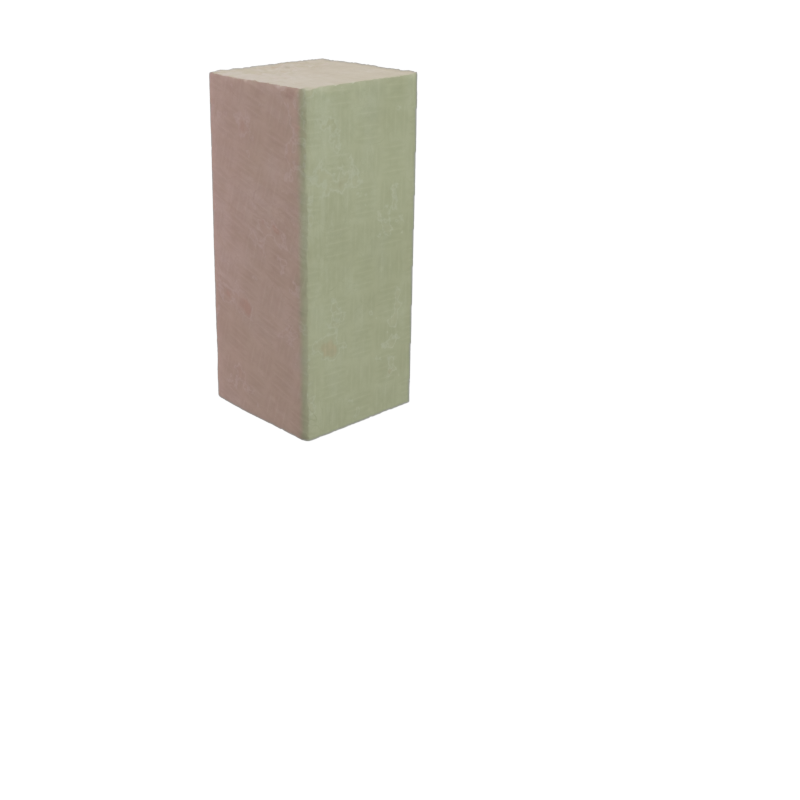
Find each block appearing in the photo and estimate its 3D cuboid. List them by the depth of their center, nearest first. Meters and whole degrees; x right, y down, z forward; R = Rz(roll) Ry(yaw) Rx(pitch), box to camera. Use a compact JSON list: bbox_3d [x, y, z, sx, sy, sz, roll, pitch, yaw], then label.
[{"bbox_3d":[-0.052,-0.095,0.669,0.089,0.198,0.096,-15,25,-41],"label":"block"}]
